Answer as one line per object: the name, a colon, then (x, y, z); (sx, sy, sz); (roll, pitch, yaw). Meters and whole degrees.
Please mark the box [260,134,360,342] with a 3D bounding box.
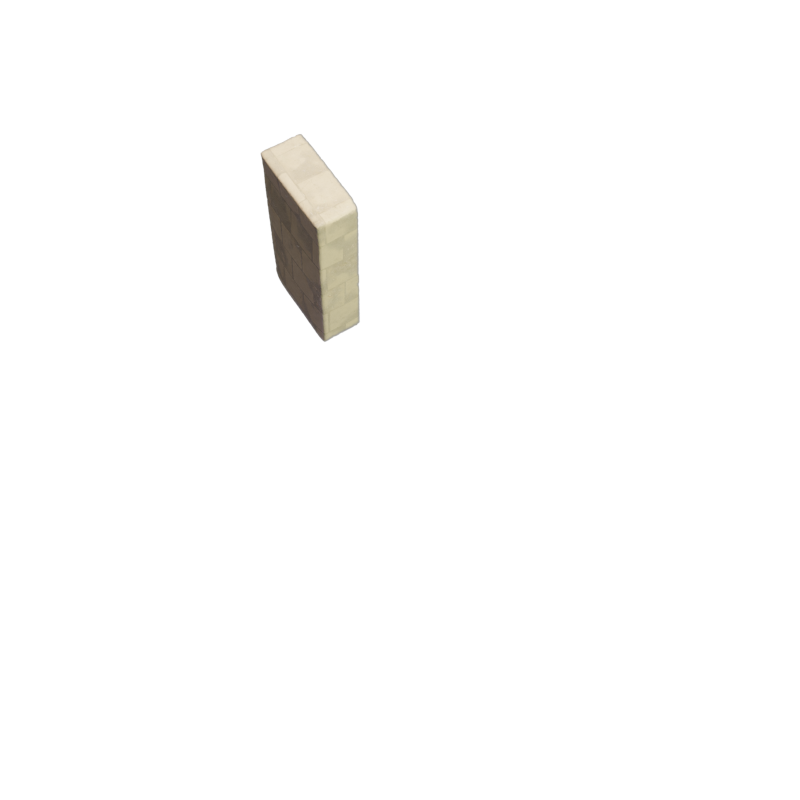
box: (-0.074, -0.135, 0.948); (0.048, 0.100, 0.165); (-26, -26, -18)
